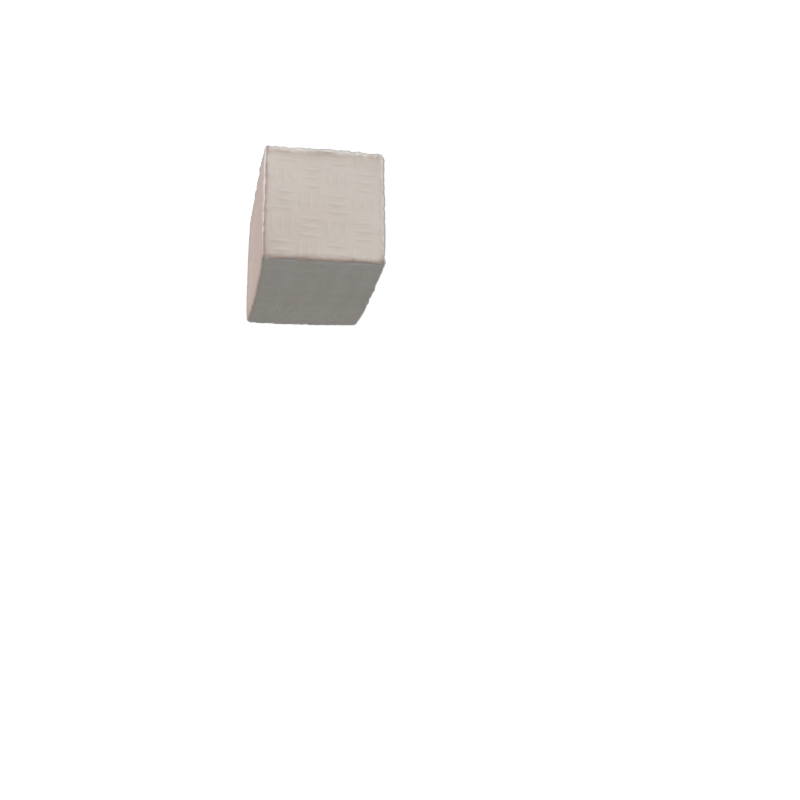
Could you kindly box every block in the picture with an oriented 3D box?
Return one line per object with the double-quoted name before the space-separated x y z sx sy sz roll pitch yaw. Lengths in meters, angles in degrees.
"block" -0.038 -0.070 0.488 0.052 0.054 0.075 3 -19 -11
